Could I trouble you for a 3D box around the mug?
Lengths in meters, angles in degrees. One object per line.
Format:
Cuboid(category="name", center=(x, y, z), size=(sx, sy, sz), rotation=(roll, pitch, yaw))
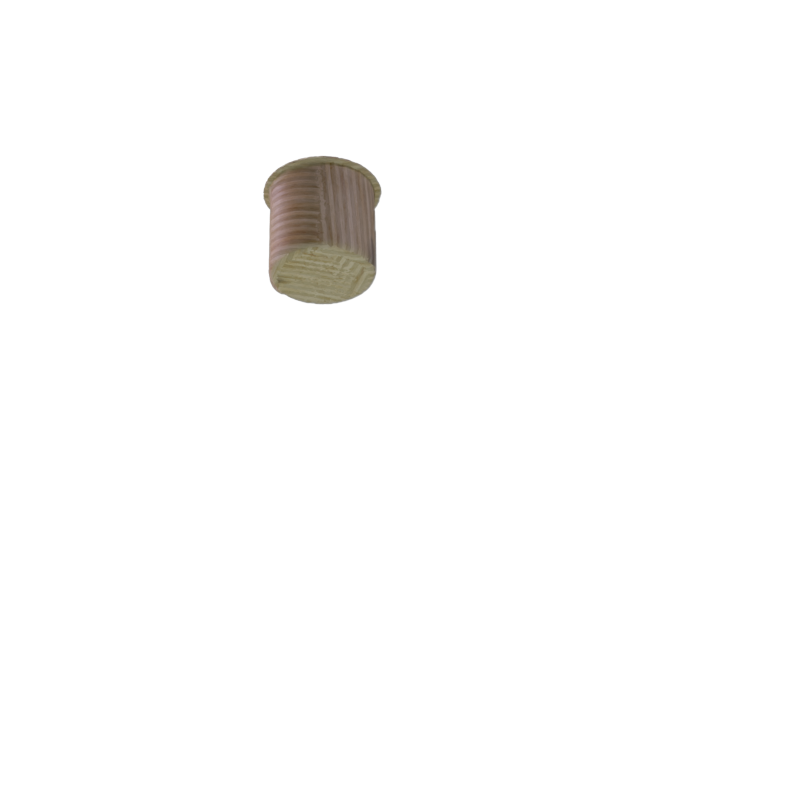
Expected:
Cuboid(category="mug", center=(-0.067, -0.123, 0.860), size=(0.088, 0.087, 0.116), rotation=(22, -38, -33))
